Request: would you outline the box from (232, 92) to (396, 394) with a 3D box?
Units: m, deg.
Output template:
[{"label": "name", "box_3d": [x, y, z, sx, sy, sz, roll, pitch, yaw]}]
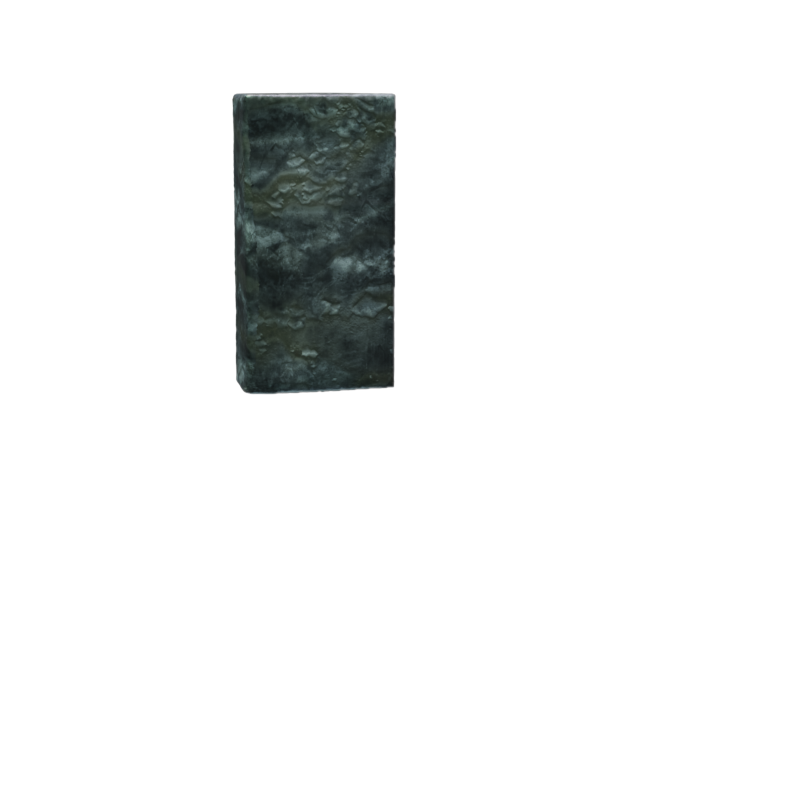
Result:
[{"label": "box", "box_3d": [-0.052, -0.094, 0.661, 0.092, 0.174, 0.050, -2, 6, -16]}]
